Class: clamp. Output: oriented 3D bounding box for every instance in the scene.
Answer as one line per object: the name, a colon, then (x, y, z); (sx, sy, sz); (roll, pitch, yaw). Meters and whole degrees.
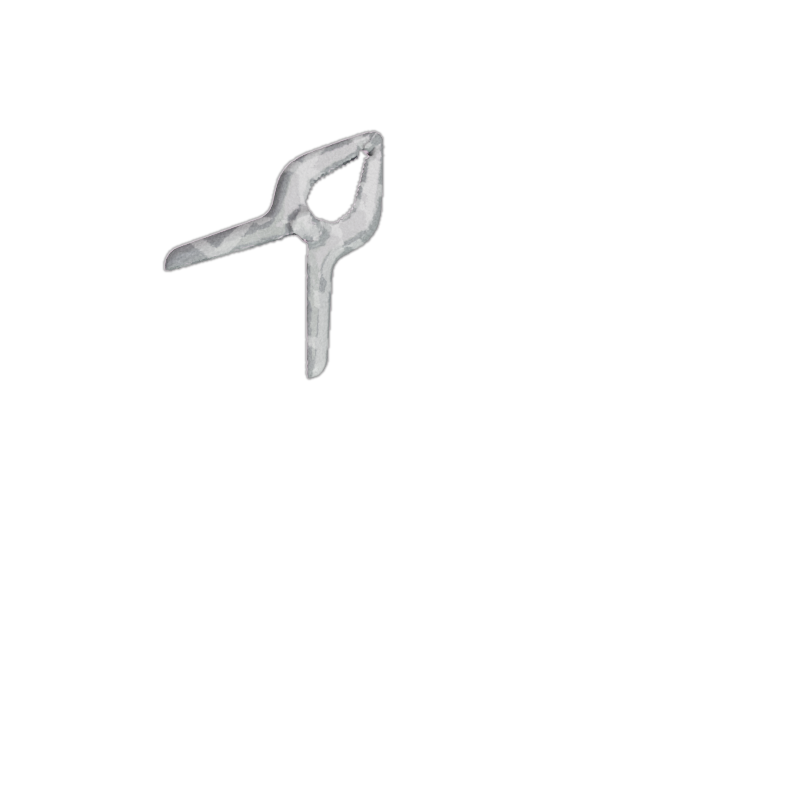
clamp: (-0.074, -0.135, 0.946); (0.166, 0.210, 0.036); (43, -3, 3)
